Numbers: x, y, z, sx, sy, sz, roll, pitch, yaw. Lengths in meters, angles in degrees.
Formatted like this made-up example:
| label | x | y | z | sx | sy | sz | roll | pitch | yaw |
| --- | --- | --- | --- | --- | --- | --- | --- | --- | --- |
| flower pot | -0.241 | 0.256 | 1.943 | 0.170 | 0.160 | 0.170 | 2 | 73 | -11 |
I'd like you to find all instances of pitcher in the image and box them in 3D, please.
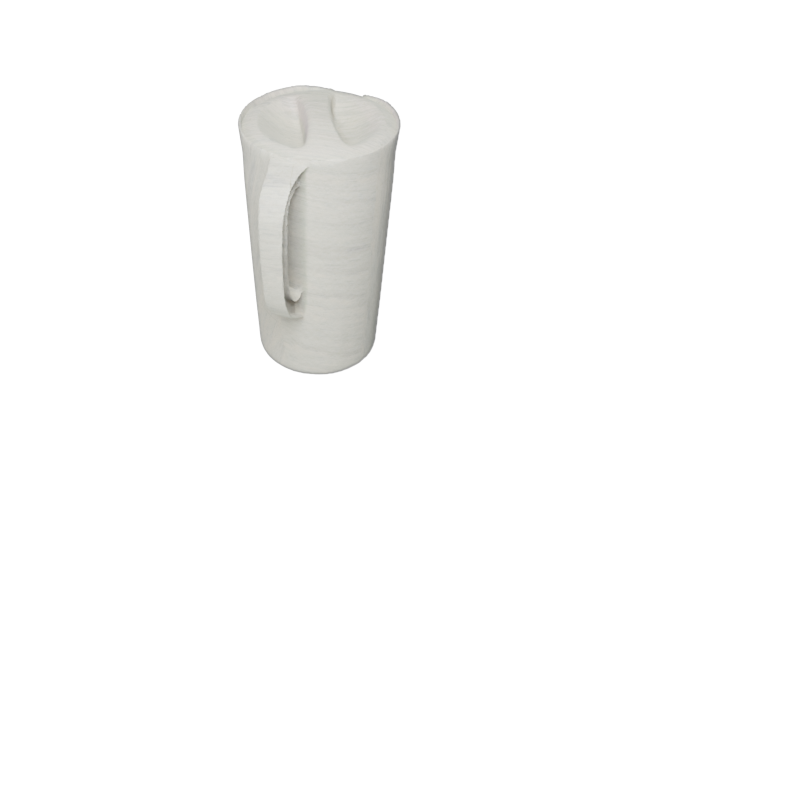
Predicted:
| label | x | y | z | sx | sy | sz | roll | pitch | yaw |
| --- | --- | --- | --- | --- | --- | --- | --- | --- | --- |
| pitcher | -0.076 | -0.138 | 0.966 | 0.147 | 0.227 | 0.157 | -16 | 41 | -22 |
